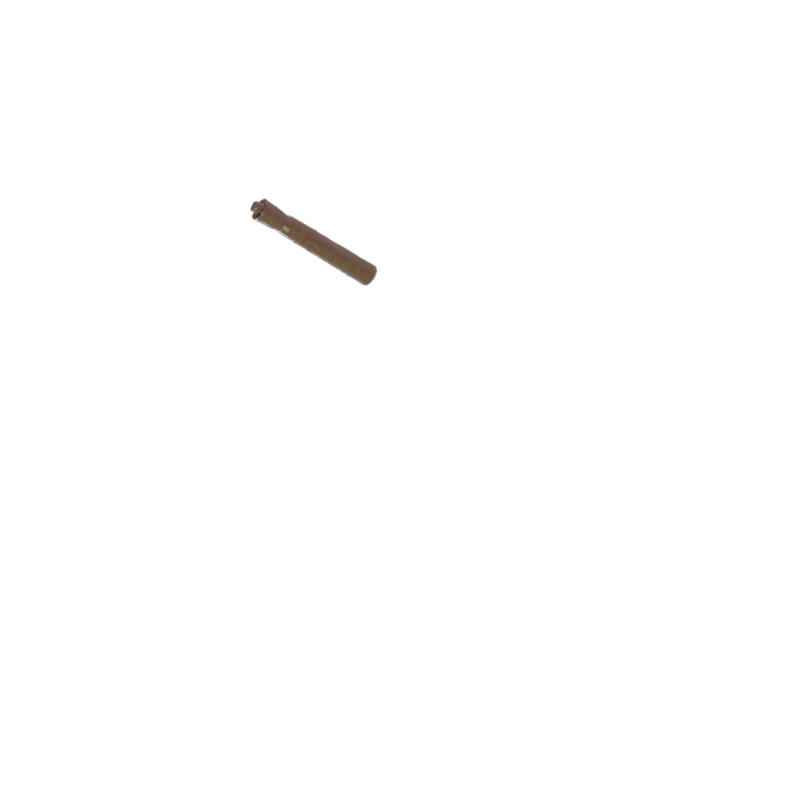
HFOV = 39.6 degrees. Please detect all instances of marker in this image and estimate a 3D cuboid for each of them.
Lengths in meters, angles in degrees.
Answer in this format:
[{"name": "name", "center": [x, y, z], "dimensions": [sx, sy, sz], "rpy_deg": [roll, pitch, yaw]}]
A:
[{"name": "marker", "center": [-0.070, -0.127, 0.889], "dimensions": [0.114, 0.020, 0.020], "rpy_deg": [29, -11, -27]}]
